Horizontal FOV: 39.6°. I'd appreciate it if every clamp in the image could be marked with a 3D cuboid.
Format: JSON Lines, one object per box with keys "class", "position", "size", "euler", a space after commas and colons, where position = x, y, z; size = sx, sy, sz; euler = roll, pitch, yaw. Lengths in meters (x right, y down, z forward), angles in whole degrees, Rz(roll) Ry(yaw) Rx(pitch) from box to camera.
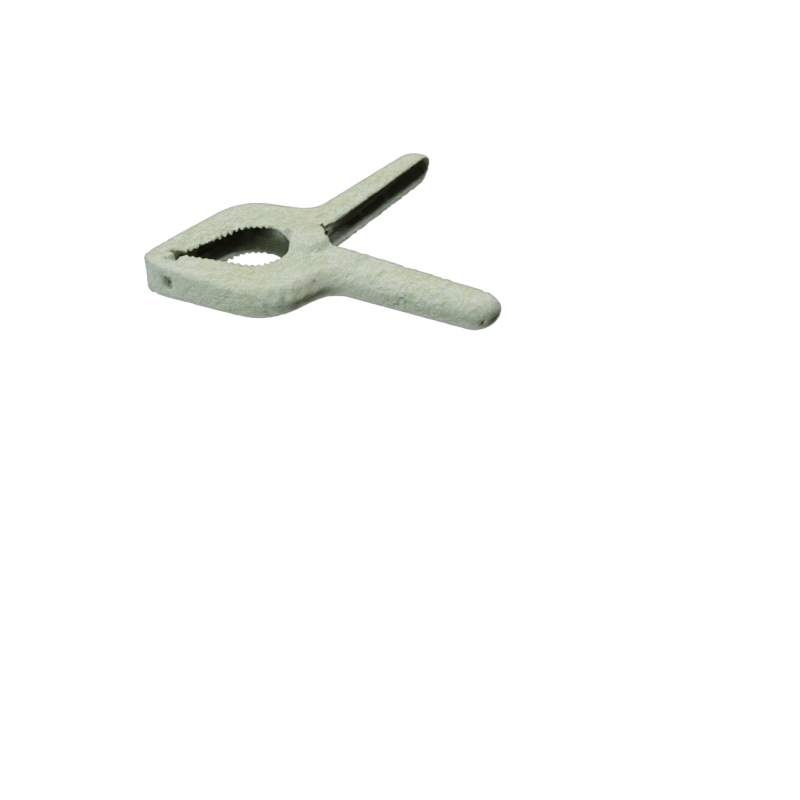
{"class": "clamp", "position": [-0.055, -0.101, 0.705], "size": [0.209, 0.034, 0.177], "euler": [-4, 43, -5]}
